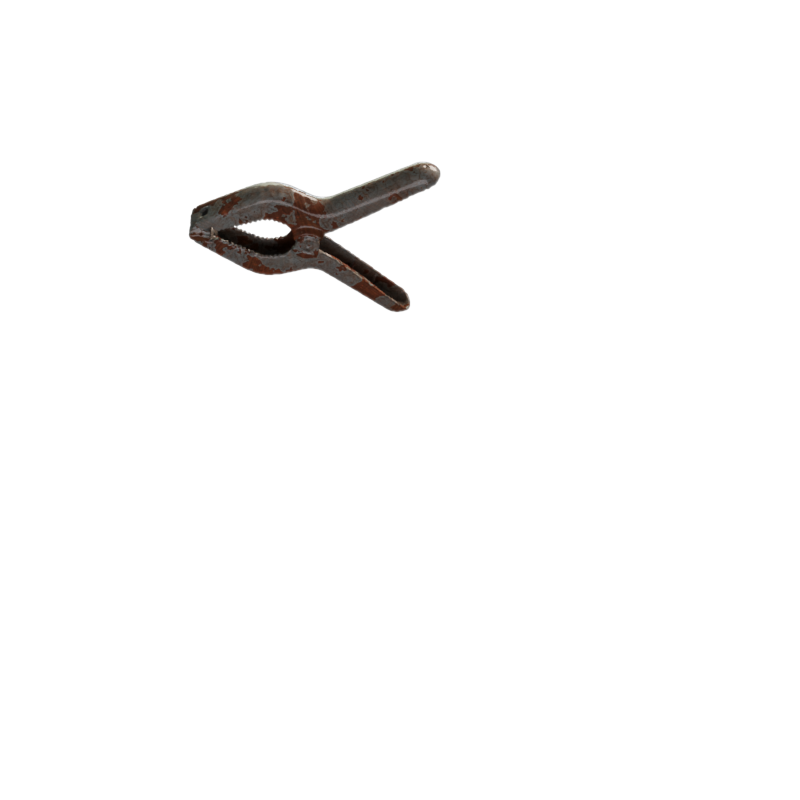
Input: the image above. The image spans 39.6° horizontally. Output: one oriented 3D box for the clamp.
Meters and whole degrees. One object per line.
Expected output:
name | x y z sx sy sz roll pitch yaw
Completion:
clamp | -0.075 -0.137 0.958 0.210 0.039 0.153 0 -45 0
